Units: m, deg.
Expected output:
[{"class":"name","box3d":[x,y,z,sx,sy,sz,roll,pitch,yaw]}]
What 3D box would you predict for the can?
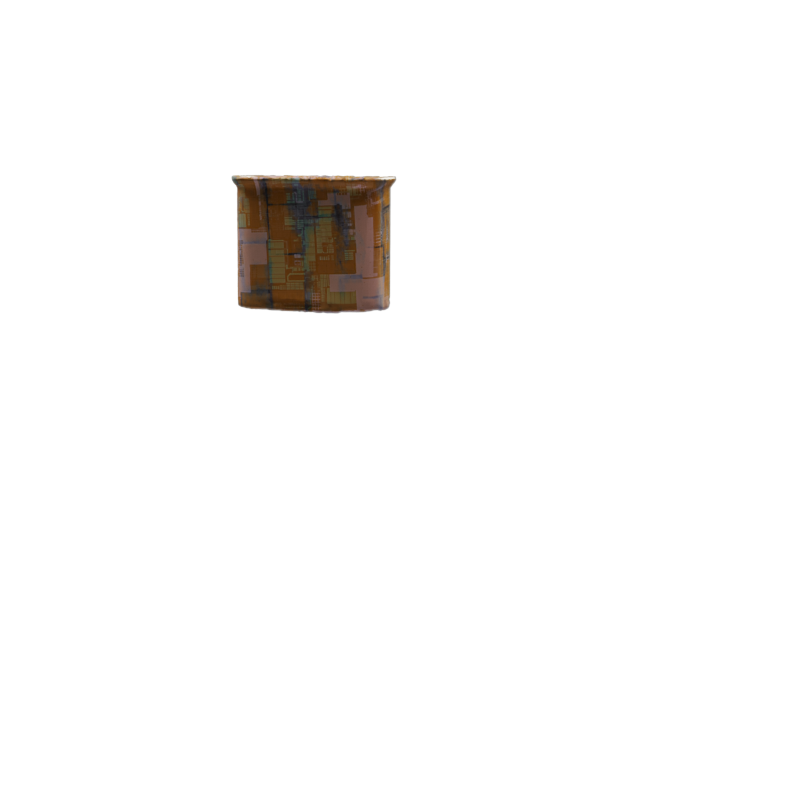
[{"class":"can","box3d":[-0.055,-0.100,0.703,0.105,0.083,0.057,4,8,22]}]
